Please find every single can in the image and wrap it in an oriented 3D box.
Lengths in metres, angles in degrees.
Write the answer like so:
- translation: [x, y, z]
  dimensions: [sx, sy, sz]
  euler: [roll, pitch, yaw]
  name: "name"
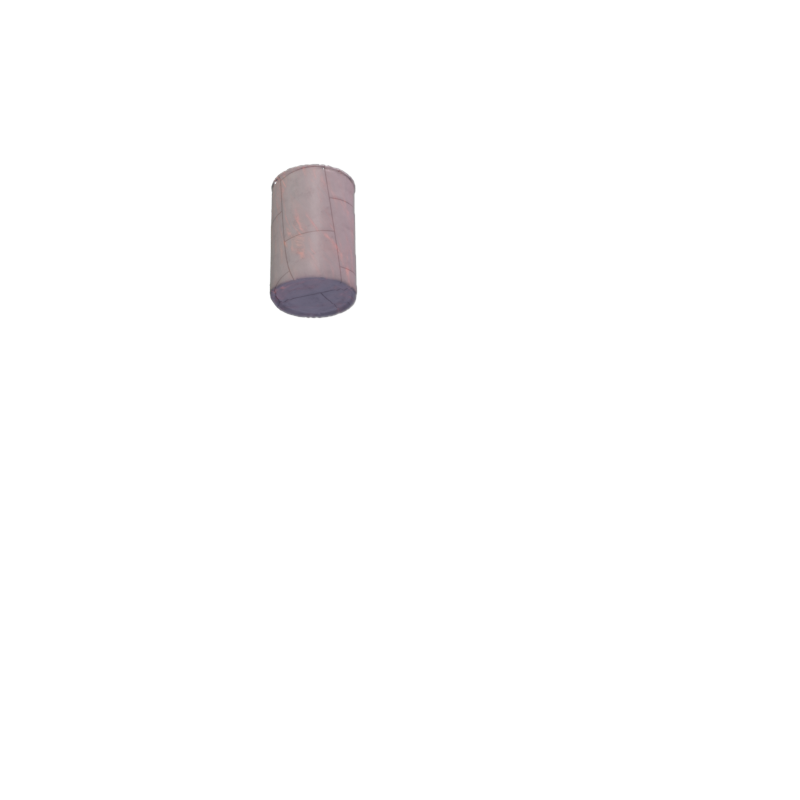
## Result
- translation: [-0.068, -0.124, 0.867]
  dimensions: [0.068, 0.109, 0.064]
  euler: [0, -28, -2]
  name: "can"
